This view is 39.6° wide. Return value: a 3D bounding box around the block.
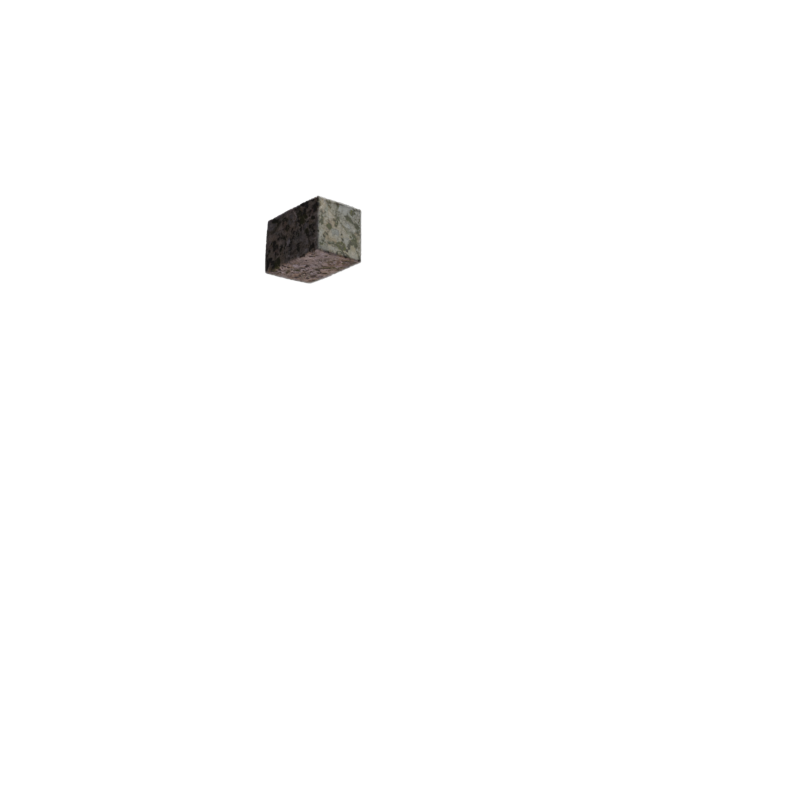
[{"bbox_3d":[-0.078,-0.142,0.996,0.050,0.054,0.079,14,-22,-39],"label":"block"}]
